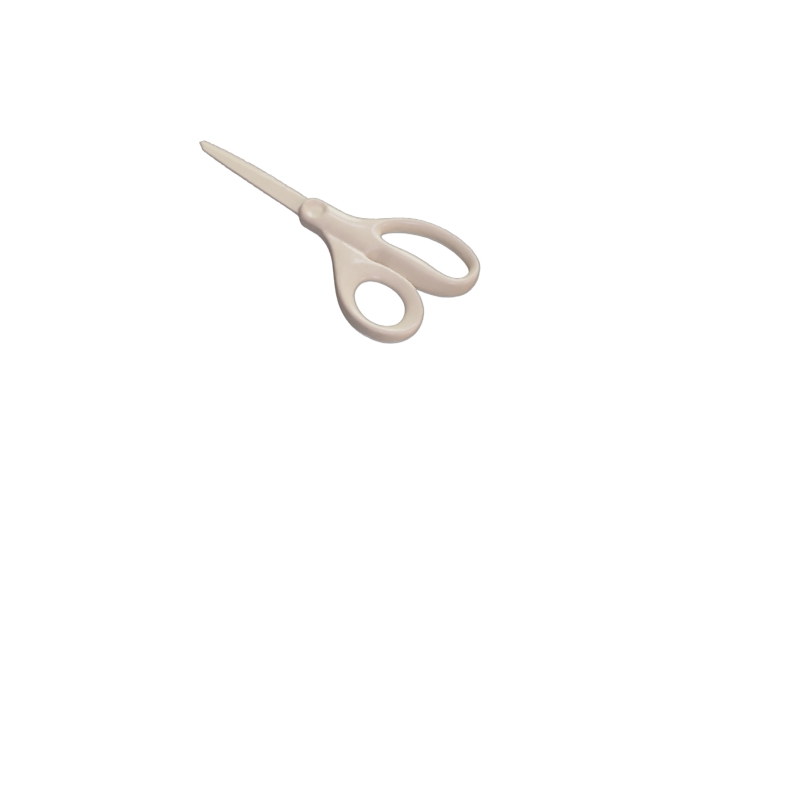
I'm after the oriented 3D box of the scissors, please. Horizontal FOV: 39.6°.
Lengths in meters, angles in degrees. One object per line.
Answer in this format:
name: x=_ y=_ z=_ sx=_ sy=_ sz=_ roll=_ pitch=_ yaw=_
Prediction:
scissors: x=-0.053 y=-0.097 z=0.676 sx=0.207 sy=0.100 sz=0.015 roll=20 pitch=-32 yaw=13
